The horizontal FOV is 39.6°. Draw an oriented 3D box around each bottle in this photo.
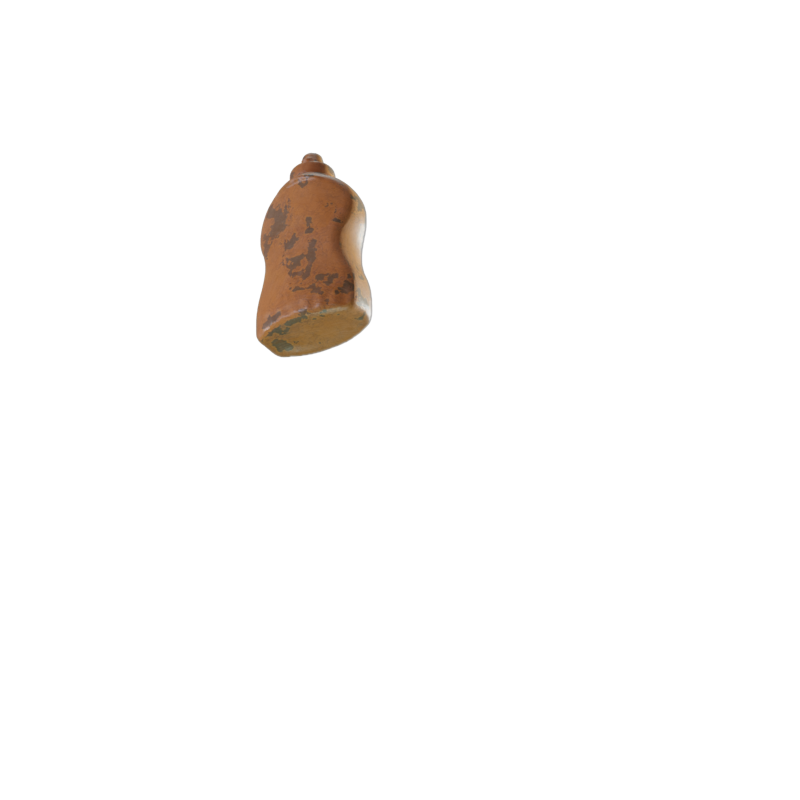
[{"bbox_3d":[-0.074,-0.135,0.942,0.097,0.205,0.054,-22,-40,25],"label":"bottle"}]
